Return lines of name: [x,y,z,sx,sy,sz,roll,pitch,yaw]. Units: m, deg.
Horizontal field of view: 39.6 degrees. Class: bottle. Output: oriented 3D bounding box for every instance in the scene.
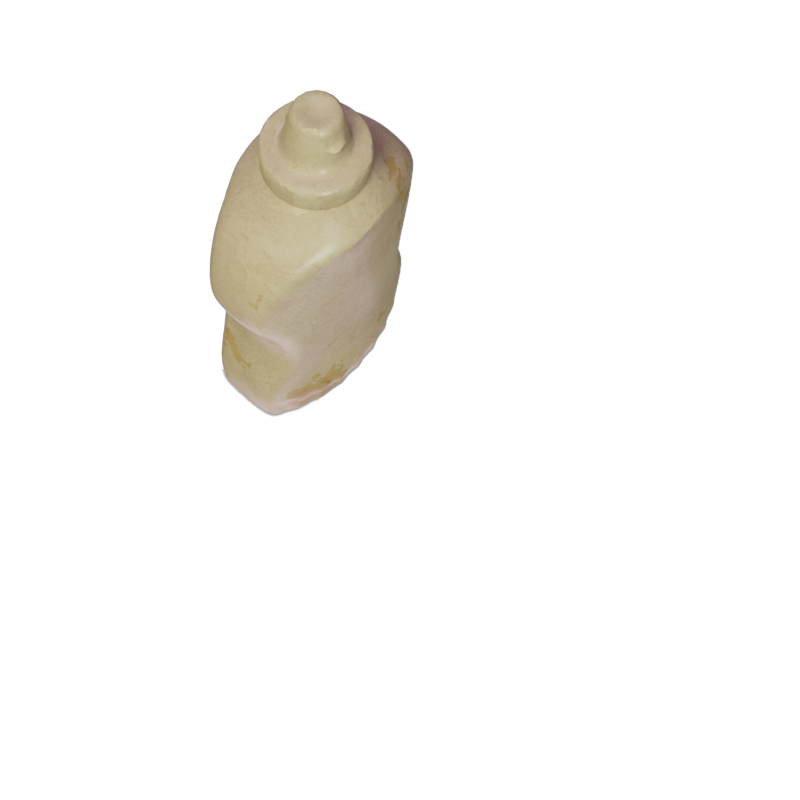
bottle: [-0.035,-0.064,0.453,0.061,0.097,0.182,40,-19,11]
